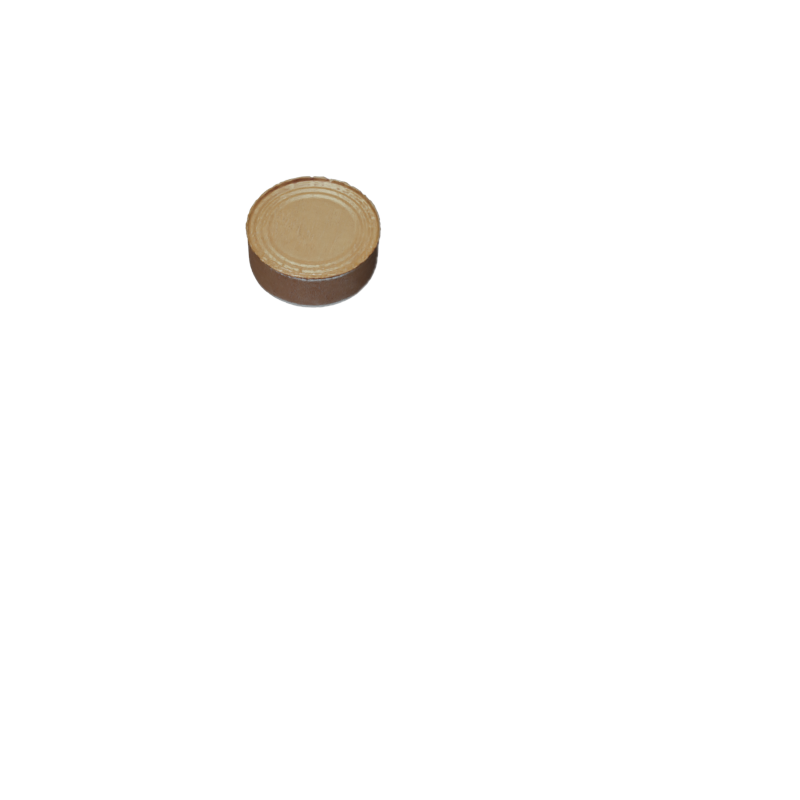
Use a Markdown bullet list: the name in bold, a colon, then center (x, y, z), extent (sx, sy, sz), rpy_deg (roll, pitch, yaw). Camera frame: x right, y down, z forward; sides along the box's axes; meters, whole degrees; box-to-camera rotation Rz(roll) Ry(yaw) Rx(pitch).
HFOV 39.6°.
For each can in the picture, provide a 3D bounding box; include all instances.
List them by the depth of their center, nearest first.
- **can**: center (-0.056, -0.102, 0.713), extent (0.086, 0.092, 0.031), rpy_deg (-1, -37, -1)
